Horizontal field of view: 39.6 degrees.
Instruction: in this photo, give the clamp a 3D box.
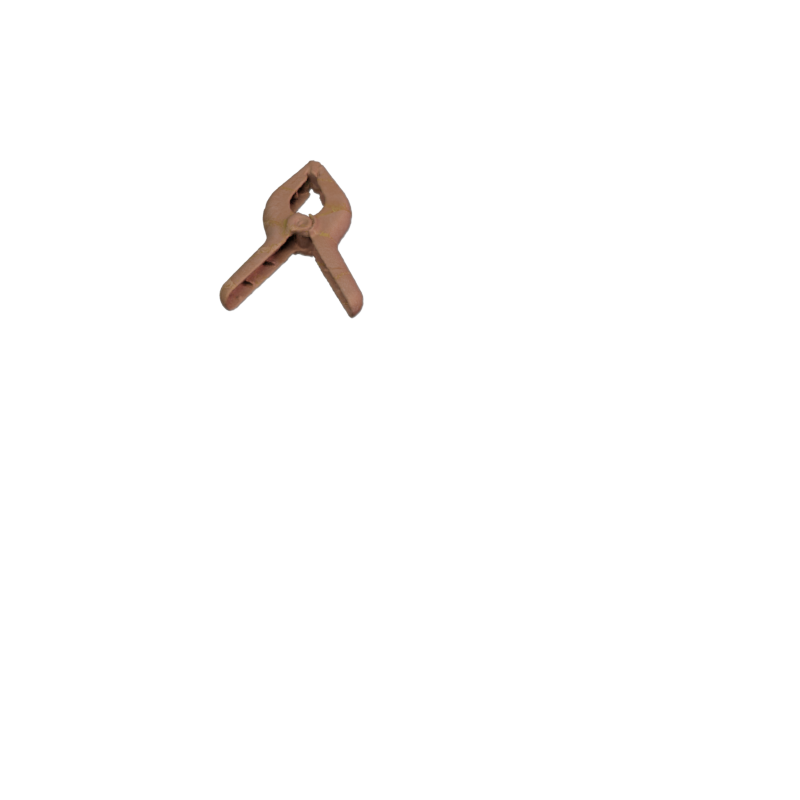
[{"bbox_3d":[-0.075,-0.138,0.963,0.122,0.180,0.037,12,-34,8],"label":"clamp"}]
